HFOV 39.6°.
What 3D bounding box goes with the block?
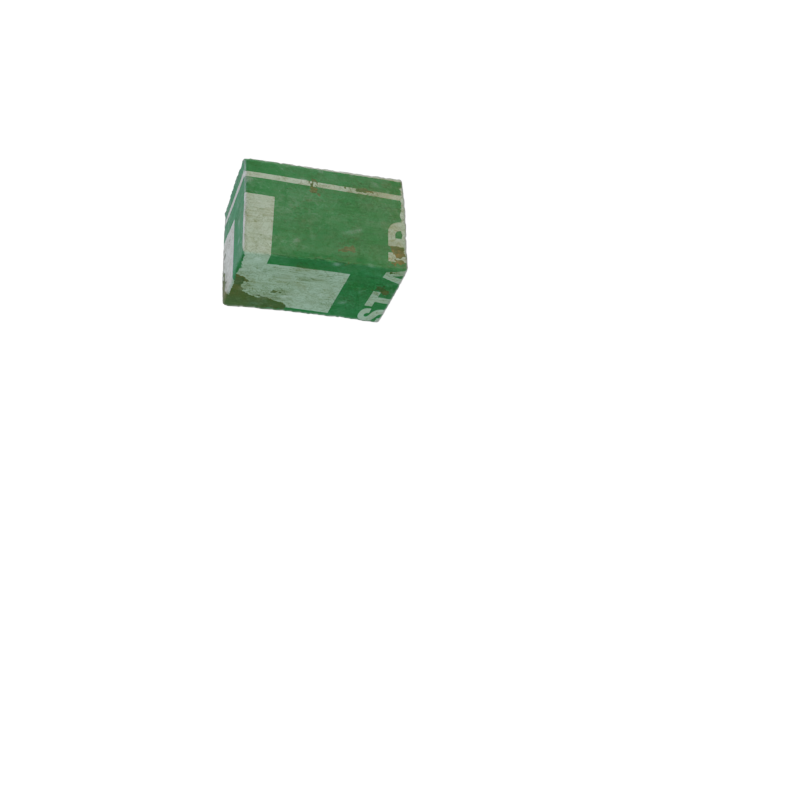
[{"bbox_3d":[-0.041,-0.074,0.518,0.076,0.054,0.051,7,-29,-14],"label":"block"}]
